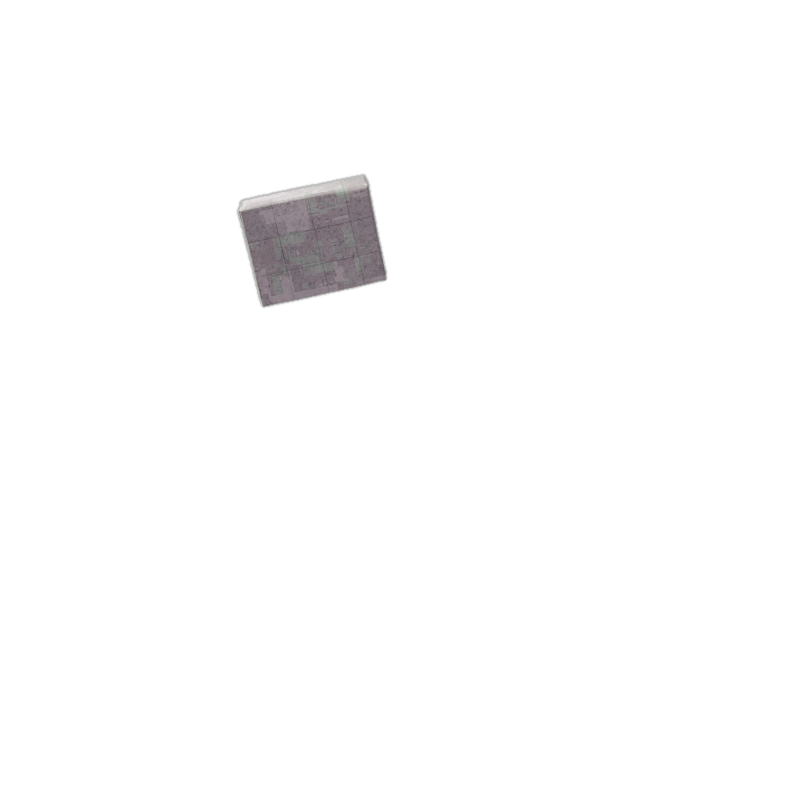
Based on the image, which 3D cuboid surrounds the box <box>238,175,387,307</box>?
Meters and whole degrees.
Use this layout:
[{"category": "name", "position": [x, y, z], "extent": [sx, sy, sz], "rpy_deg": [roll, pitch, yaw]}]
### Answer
[{"category": "box", "position": [-0.075, -0.136, 0.954], "extent": [0.114, 0.086, 0.040], "rpy_deg": [-11, 18, 3]}]
